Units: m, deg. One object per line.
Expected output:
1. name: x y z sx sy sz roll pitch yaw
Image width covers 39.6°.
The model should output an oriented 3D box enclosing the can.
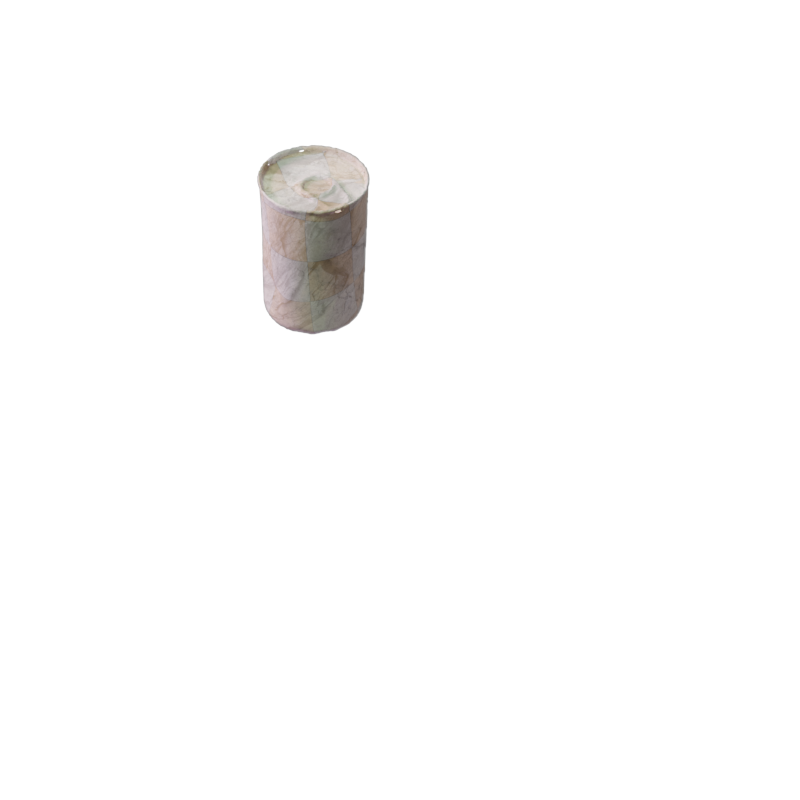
1. can: -0.055 -0.100 0.701 0.068 0.095 0.074 0 43 -3
